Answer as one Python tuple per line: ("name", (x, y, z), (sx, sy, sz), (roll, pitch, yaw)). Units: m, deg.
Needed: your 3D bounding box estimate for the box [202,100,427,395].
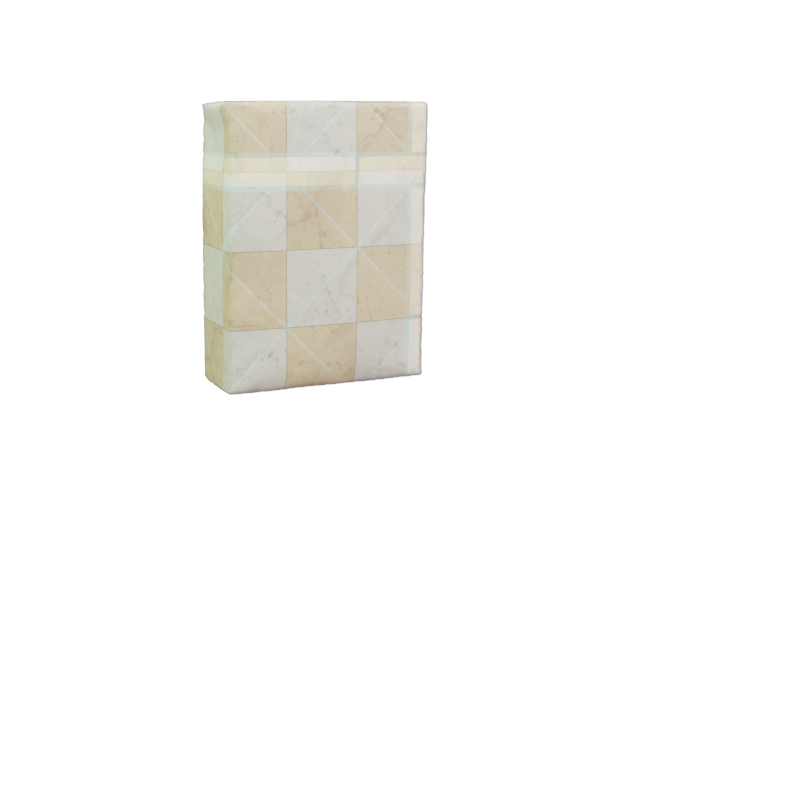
("box", (-0.066, -0.121, 0.849), (0.160, 0.210, 0.075), (-4, 9, -26))
